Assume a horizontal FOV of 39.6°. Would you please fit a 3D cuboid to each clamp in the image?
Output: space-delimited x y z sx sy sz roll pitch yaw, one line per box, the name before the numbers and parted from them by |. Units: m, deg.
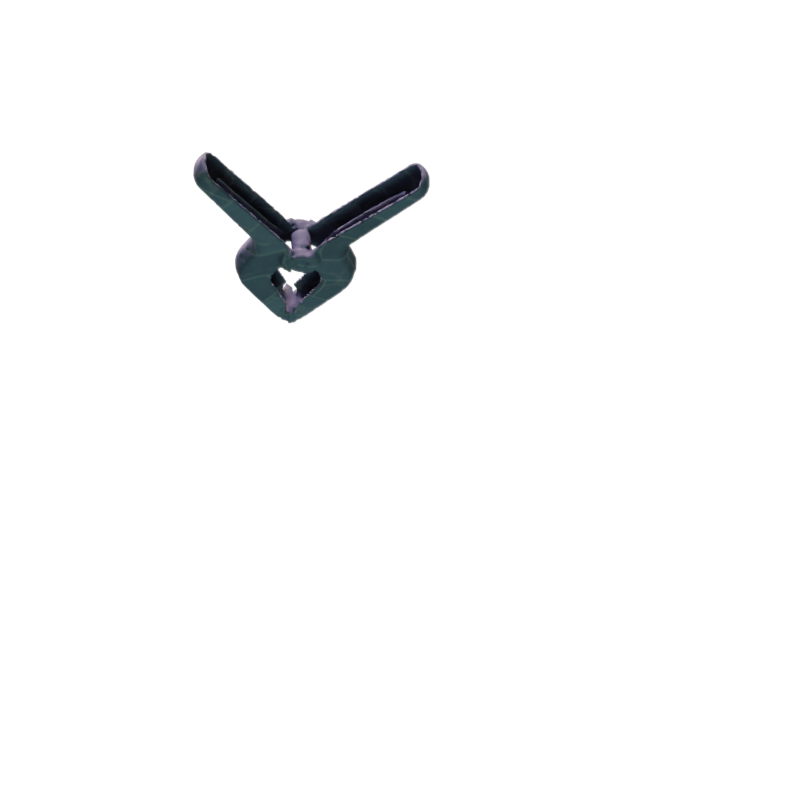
clamp | -0.066 -0.120 0.843 0.164 0.039 0.198 1 -27 -2
